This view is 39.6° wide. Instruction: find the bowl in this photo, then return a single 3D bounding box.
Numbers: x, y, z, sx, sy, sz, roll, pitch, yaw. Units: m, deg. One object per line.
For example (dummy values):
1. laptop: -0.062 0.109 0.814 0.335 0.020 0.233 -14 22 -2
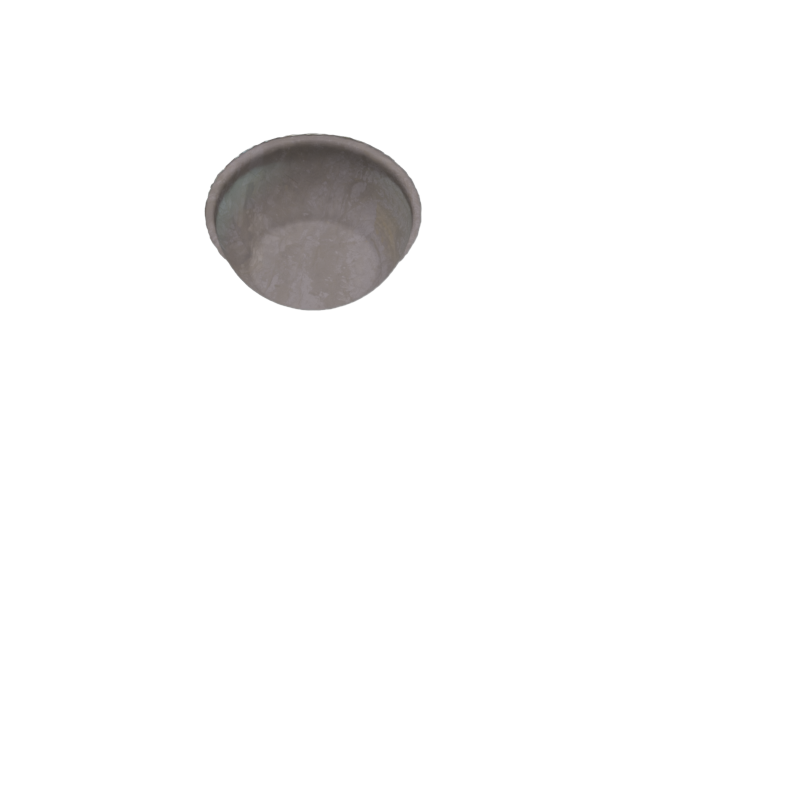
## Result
1. bowl: -0.063 -0.115 0.808 0.162 0.059 0.151 1 -41 -1
